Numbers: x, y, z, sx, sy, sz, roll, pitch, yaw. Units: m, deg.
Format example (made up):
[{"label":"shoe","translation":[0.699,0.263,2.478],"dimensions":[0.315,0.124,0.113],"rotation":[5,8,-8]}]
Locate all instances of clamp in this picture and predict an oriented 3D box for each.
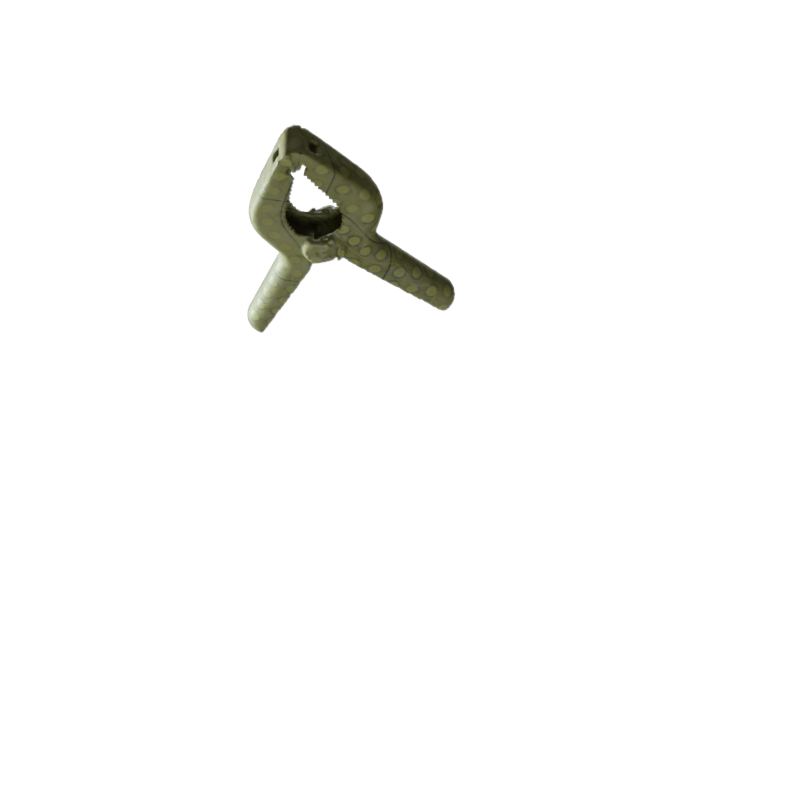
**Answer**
[{"label":"clamp","translation":[-0.064,-0.116,0.811],"dimensions":[0.166,0.039,0.194],"rotation":[-11,-36,15]}]
